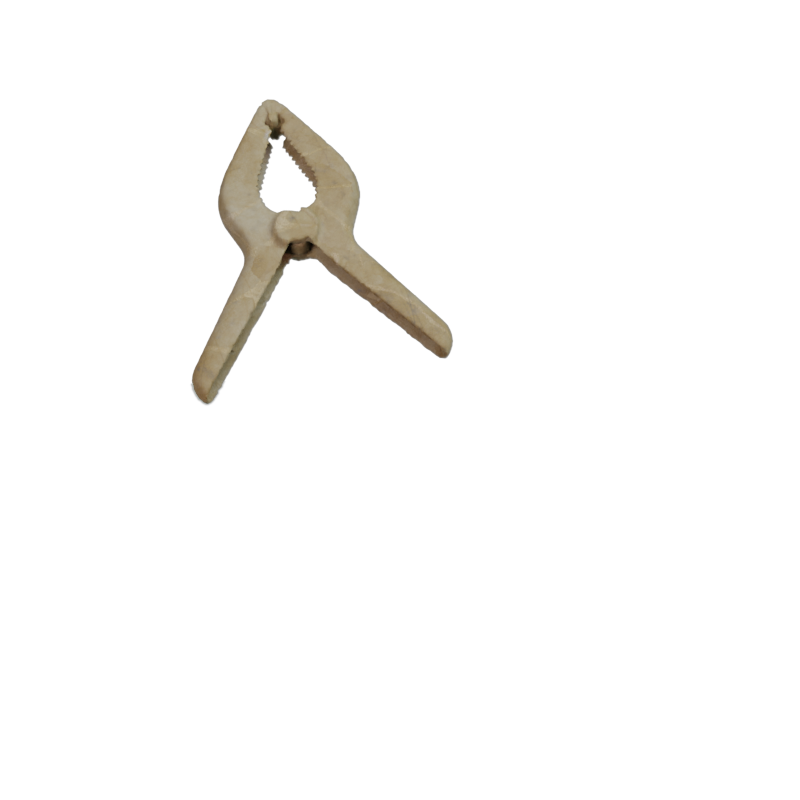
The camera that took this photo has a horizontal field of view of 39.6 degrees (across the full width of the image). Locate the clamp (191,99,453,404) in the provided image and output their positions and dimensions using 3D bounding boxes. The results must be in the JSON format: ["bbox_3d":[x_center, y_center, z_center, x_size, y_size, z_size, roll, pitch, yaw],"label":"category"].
[{"bbox_3d":[-0.057,-0.104,0.730,0.164,0.222,0.034,-5,-24,-2],"label":"clamp"}]
